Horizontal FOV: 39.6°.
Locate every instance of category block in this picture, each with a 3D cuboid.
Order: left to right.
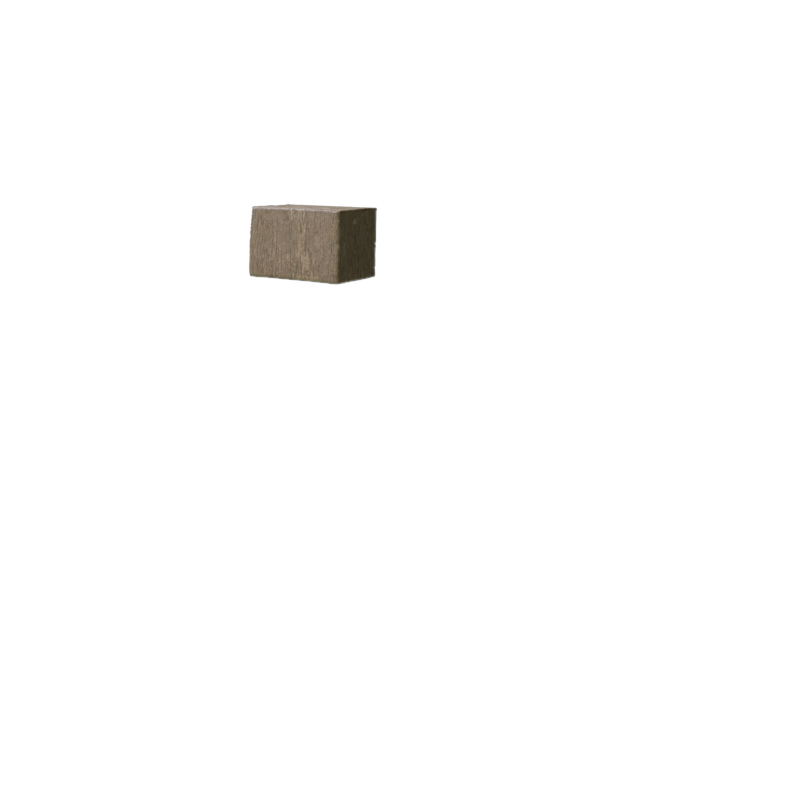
[{"bbox_3d":[-0.062,-0.113,0.794,0.081,0.050,0.052,7,12,32],"label":"block"}]
